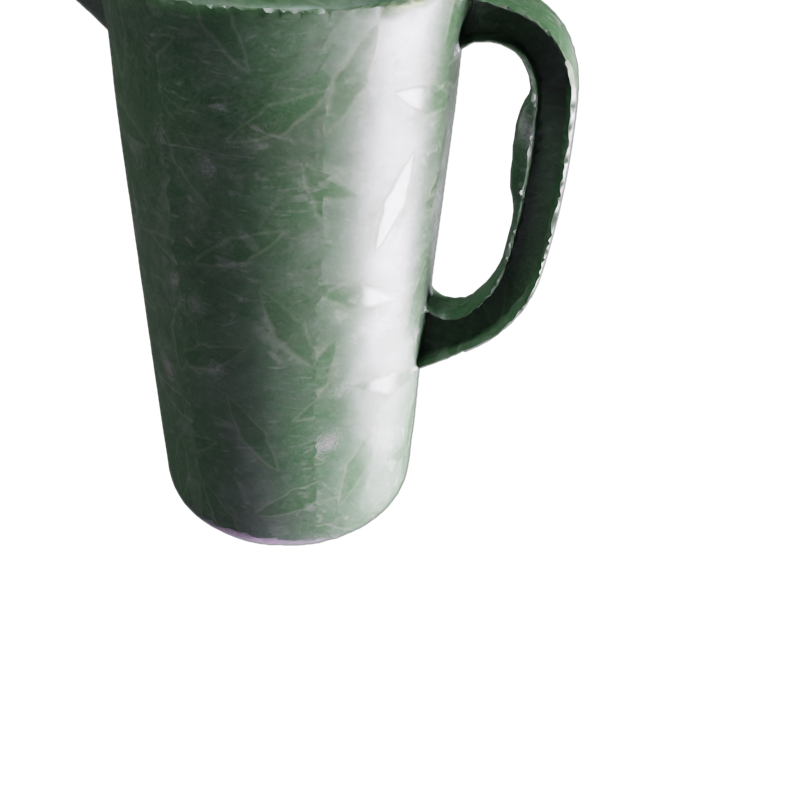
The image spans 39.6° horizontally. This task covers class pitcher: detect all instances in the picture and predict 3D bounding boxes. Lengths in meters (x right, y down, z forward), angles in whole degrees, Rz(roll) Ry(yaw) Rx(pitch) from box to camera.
[{"bbox_3d":[-0.034,-0.063,0.440,0.143,0.228,0.161,-18,38,-28],"label":"pitcher"}]
